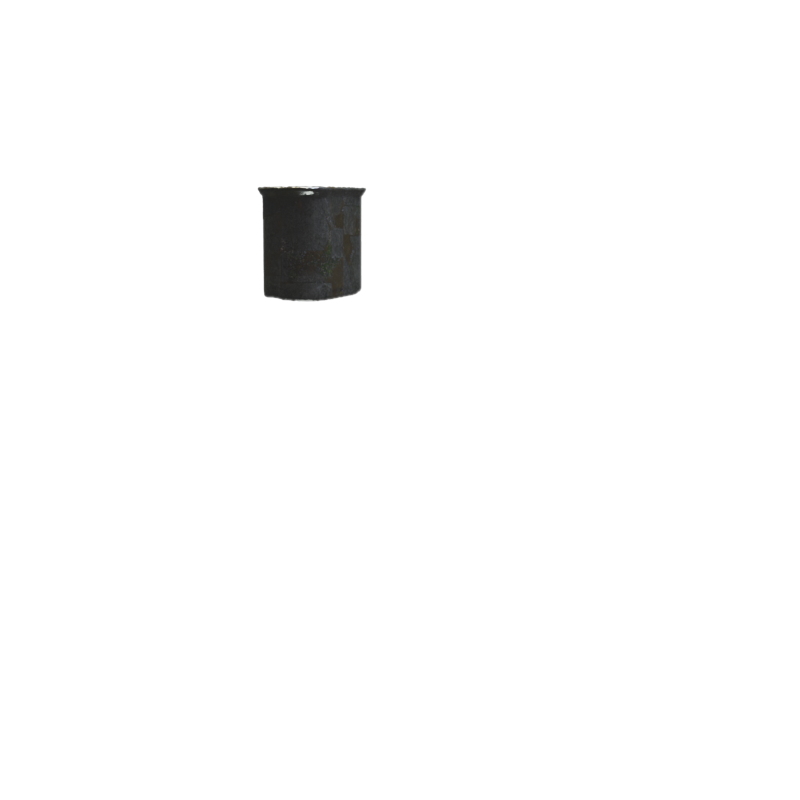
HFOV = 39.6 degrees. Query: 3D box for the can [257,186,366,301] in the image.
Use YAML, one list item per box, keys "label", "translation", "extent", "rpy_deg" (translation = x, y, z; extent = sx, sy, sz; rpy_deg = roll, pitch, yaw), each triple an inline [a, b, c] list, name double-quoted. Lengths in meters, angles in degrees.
- label: "can"
  translation: [-0.066, -0.121, 0.848]
  extent: [0.059, 0.083, 0.100]
  rpy_deg: [2, 7, 22]
